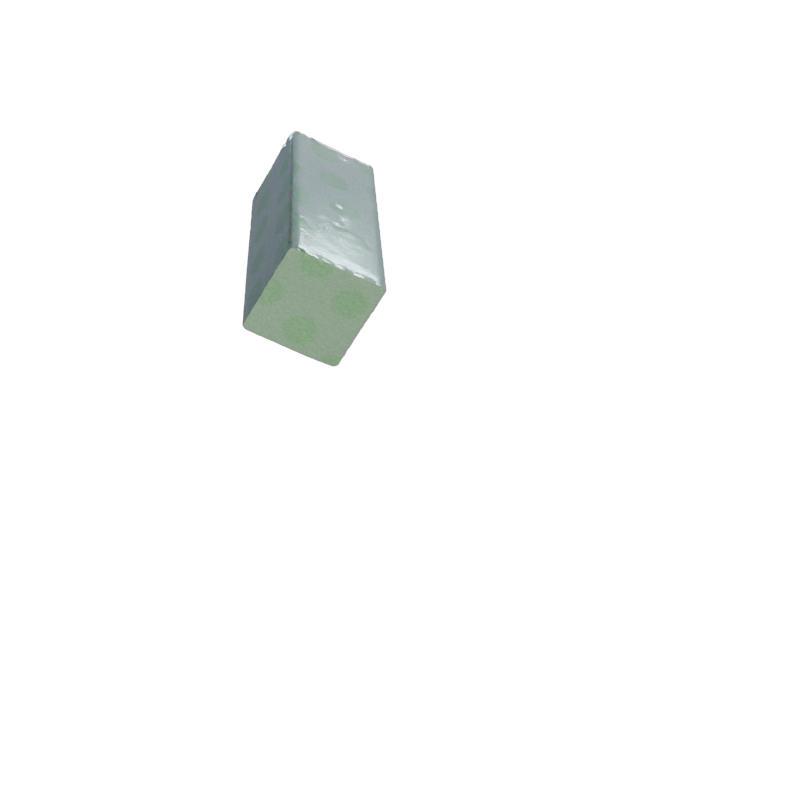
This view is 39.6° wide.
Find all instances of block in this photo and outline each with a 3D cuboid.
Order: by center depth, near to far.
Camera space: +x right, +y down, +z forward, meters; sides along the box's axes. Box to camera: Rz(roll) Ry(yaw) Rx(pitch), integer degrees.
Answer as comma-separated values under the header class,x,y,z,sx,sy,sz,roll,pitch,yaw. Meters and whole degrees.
class,x,y,z,sx,sy,sz,roll,pitch,yaw
block,-0.077,-0.139,0.973,0.087,0.088,0.221,22,32,-19
